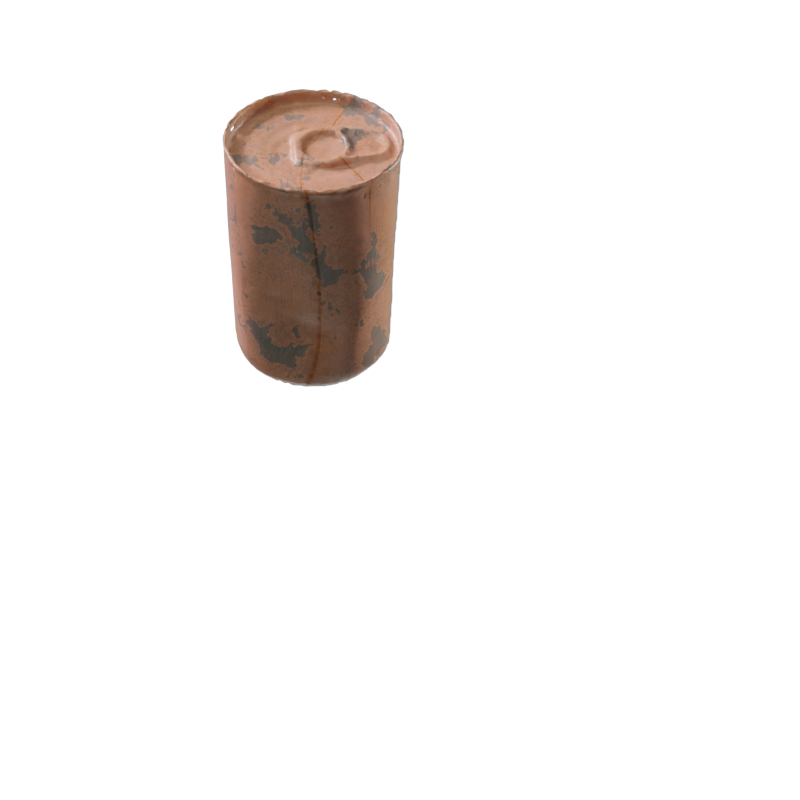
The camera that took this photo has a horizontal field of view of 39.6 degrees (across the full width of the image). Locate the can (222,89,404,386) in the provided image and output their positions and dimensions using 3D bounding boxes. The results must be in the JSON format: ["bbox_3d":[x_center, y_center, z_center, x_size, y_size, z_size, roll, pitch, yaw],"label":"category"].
[{"bbox_3d":[-0.035,-0.064,0.446,0.068,0.095,0.074,0,43,-3],"label":"can"}]
